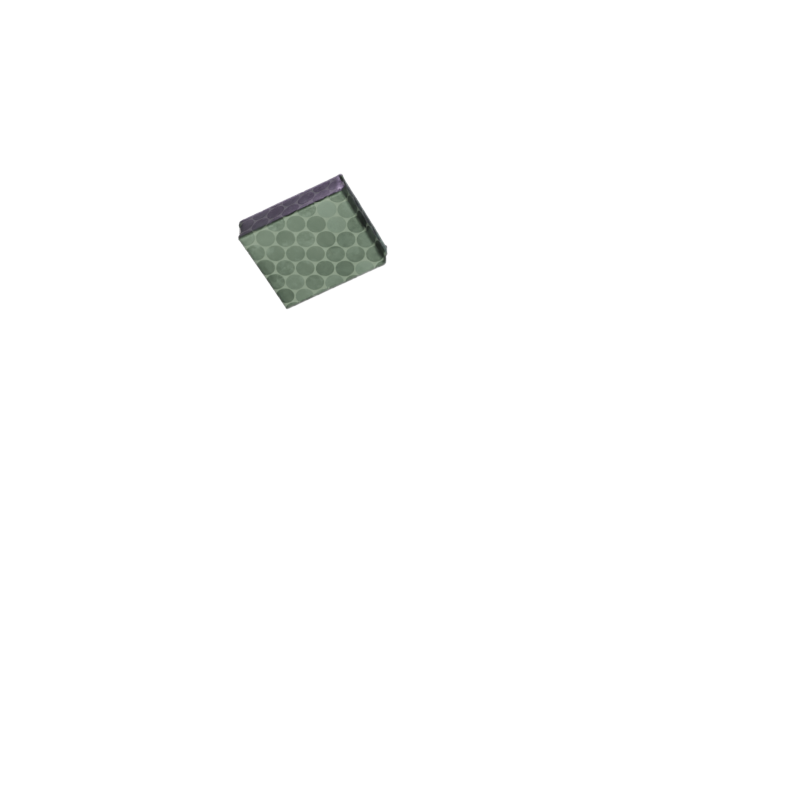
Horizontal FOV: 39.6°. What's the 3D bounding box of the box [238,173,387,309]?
[{"bbox_3d":[-0.064,-0.118,0.826,0.089,0.068,0.032,-24,32,15],"label":"box"}]
